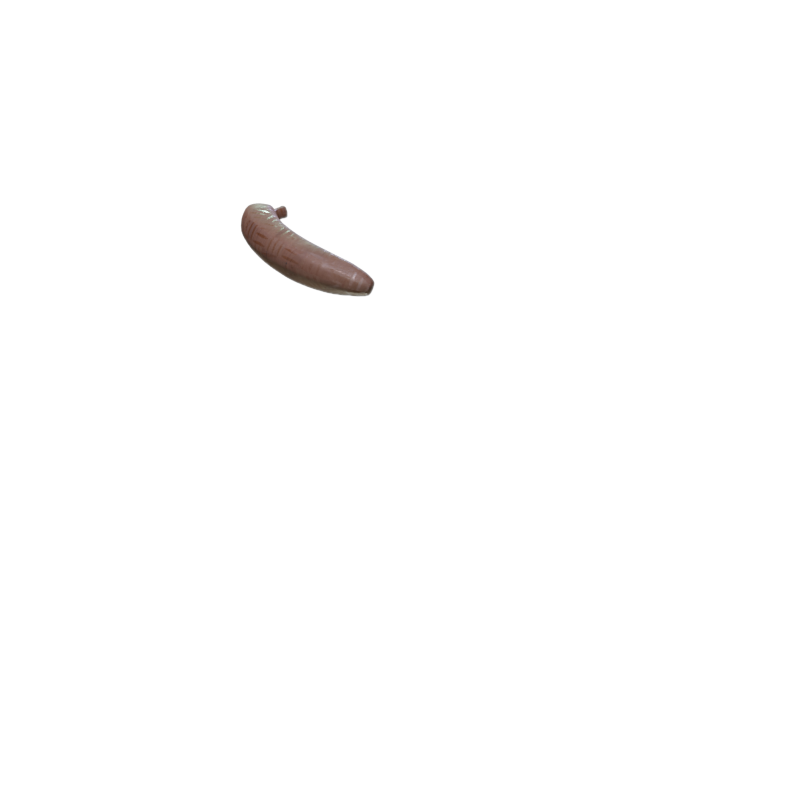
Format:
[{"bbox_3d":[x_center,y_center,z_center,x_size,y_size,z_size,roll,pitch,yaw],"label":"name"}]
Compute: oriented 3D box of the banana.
[{"bbox_3d":[-0.096,-0.139,0.989,0.068,0.035,0.213,-14,34,-23],"label":"banana"}]
